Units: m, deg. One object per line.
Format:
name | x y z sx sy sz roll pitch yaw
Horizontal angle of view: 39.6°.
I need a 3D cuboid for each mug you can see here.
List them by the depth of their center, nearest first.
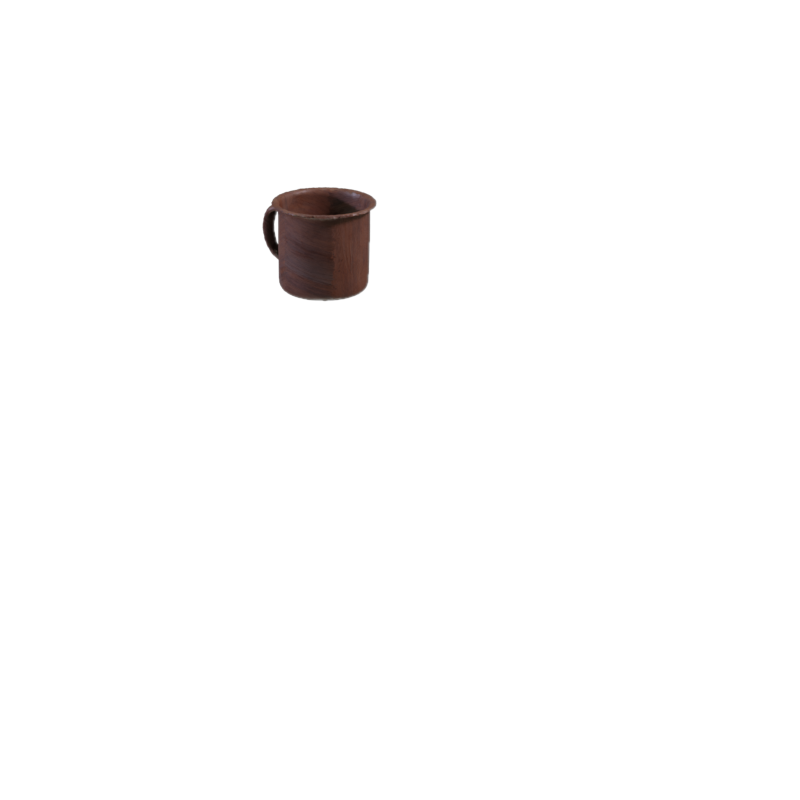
mug | -0.078 -0.143 0.999 0.123 0.078 0.093 17 28 32
